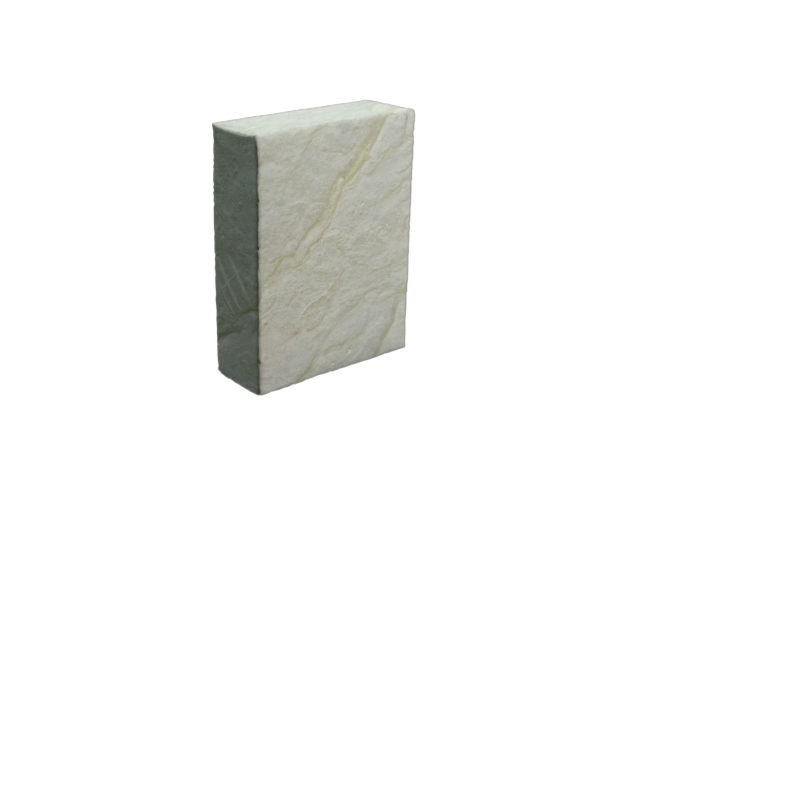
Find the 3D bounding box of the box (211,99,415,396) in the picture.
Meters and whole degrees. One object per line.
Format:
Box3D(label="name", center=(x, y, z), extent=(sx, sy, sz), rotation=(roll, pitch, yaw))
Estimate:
Box3D(label="box", center=(-0.072, -0.130, 0.913), extent=(0.161, 0.205, 0.076), rotation=(-17, 26, -39))
